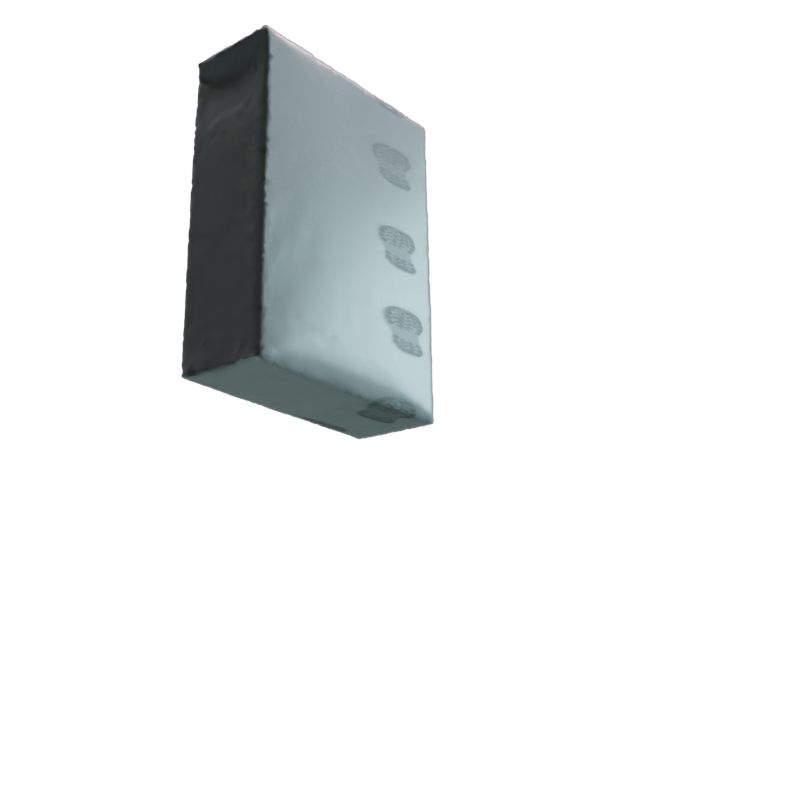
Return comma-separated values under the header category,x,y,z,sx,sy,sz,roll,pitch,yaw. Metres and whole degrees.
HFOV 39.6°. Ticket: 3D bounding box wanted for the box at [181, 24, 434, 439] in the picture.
category,x,y,z,sx,sy,sz,roll,pitch,yaw
box,-0.054,-0.099,0.692,0.073,0.225,0.154,-19,-28,35
